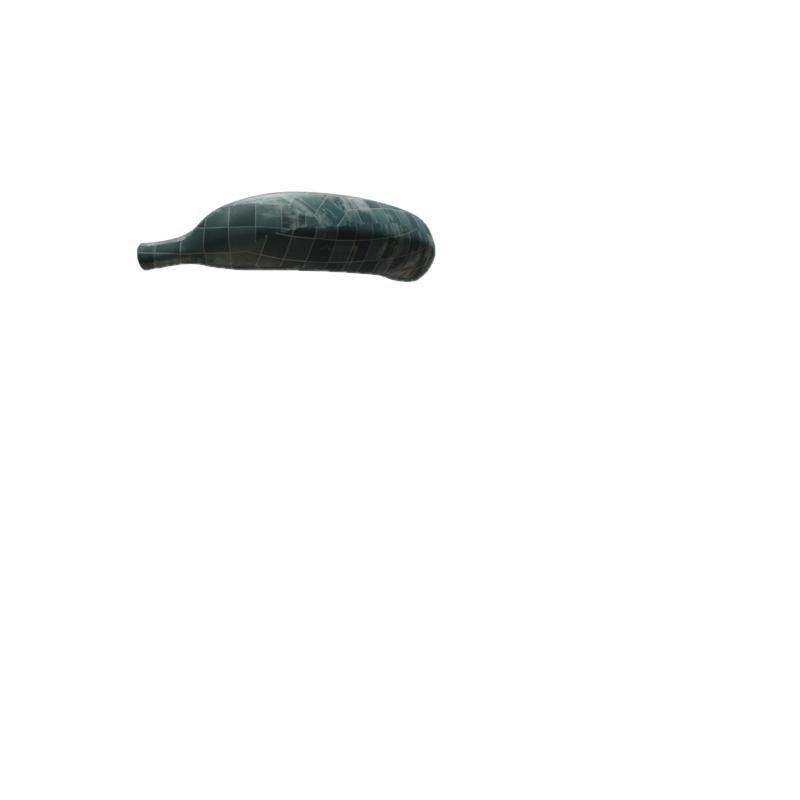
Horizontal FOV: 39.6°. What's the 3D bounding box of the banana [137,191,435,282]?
[{"bbox_3d":[-0.031,-0.078,0.534,0.072,0.037,0.190,1,3,39],"label":"banana"}]
